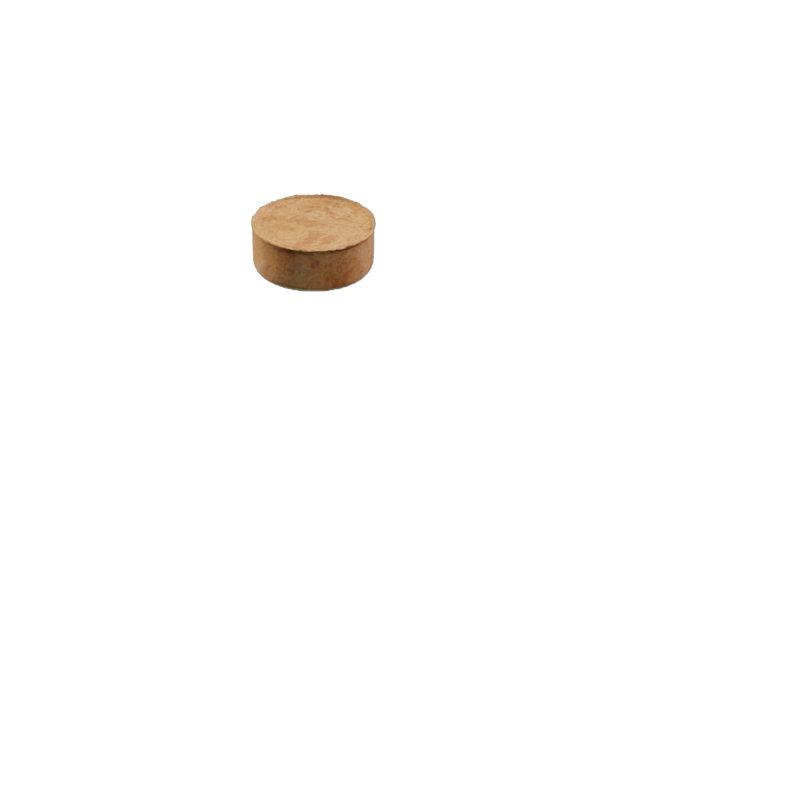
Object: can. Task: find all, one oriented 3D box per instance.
[{"bbox_3d":[-0.060,-0.110,0.768,0.086,0.031,0.092,-1,34,-2],"label":"can"}]
